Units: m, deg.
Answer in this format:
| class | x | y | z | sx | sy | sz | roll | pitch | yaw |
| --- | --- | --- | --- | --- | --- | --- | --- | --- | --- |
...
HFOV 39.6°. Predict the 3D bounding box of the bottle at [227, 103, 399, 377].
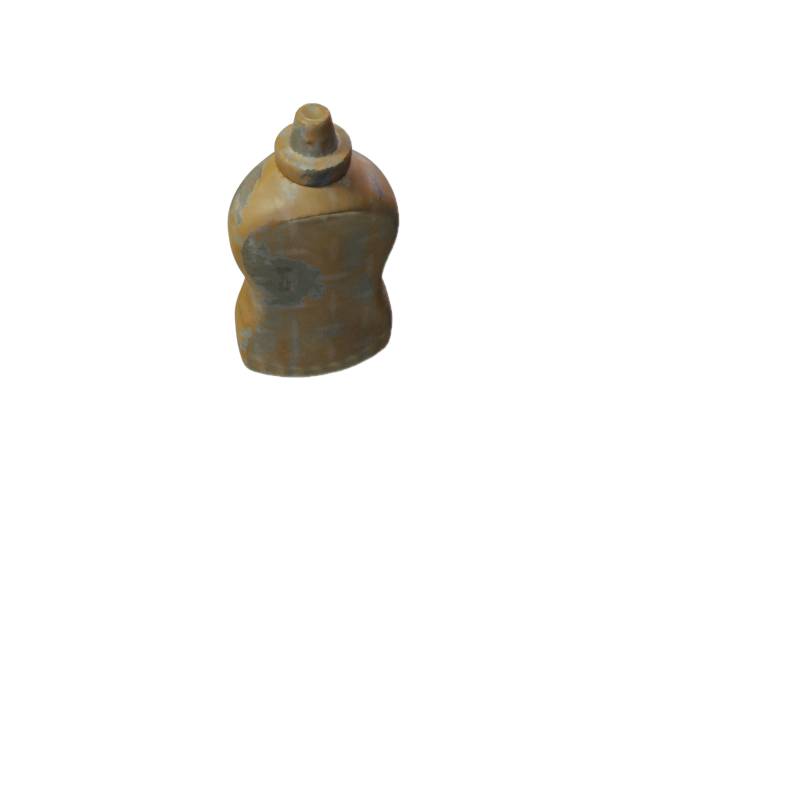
| class | x | y | z | sx | sy | sz | roll | pitch | yaw |
| --- | --- | --- | --- | --- | --- | --- | --- | --- | --- |
| bottle | -0.050 | -0.091 | 0.634 | 0.095 | 0.063 | 0.179 | -7 | -37 | -9 |
